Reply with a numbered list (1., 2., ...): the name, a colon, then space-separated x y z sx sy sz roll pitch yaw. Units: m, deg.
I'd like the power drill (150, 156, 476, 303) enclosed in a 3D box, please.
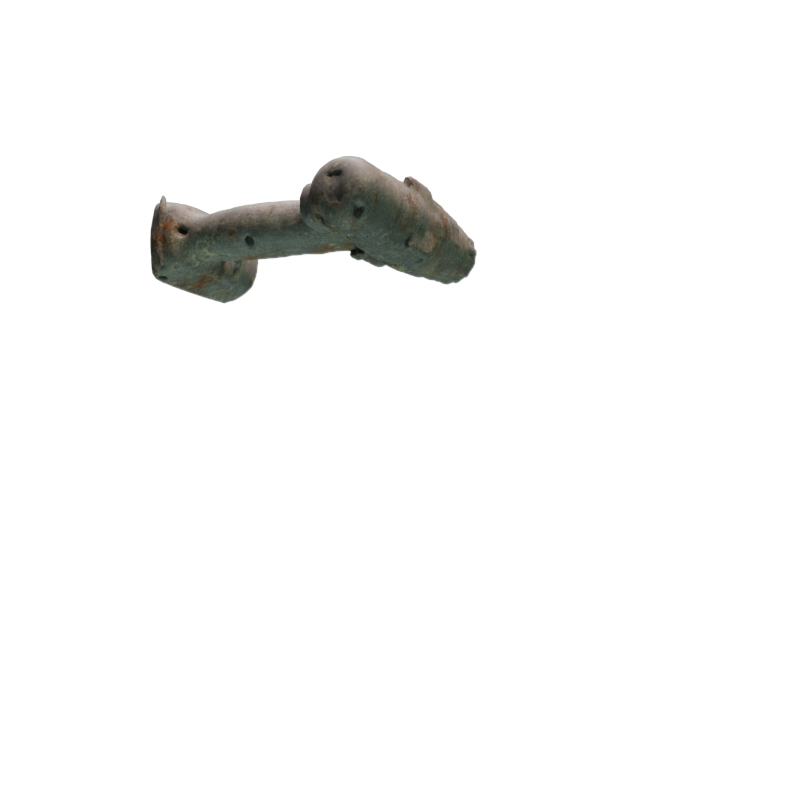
1. power drill: -0.059 -0.107 0.750 0.192 0.060 0.174 -6 -14 27
